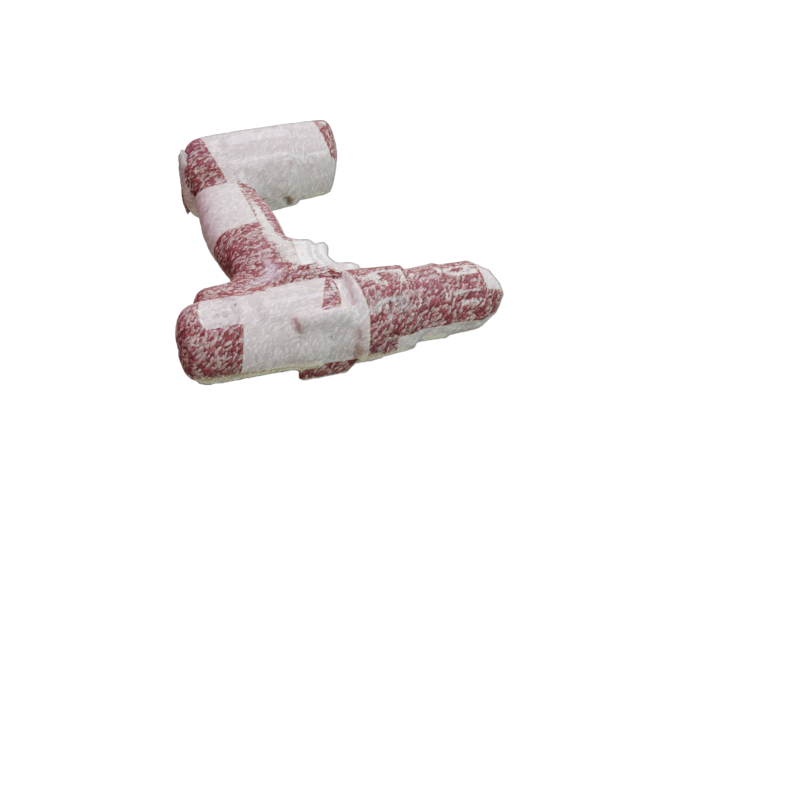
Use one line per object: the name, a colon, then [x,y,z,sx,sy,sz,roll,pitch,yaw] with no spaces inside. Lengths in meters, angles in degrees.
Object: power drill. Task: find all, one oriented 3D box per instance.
power drill: [-0.052,-0.095,0.665,0.182,0.053,0.203,-10,44,-11]
